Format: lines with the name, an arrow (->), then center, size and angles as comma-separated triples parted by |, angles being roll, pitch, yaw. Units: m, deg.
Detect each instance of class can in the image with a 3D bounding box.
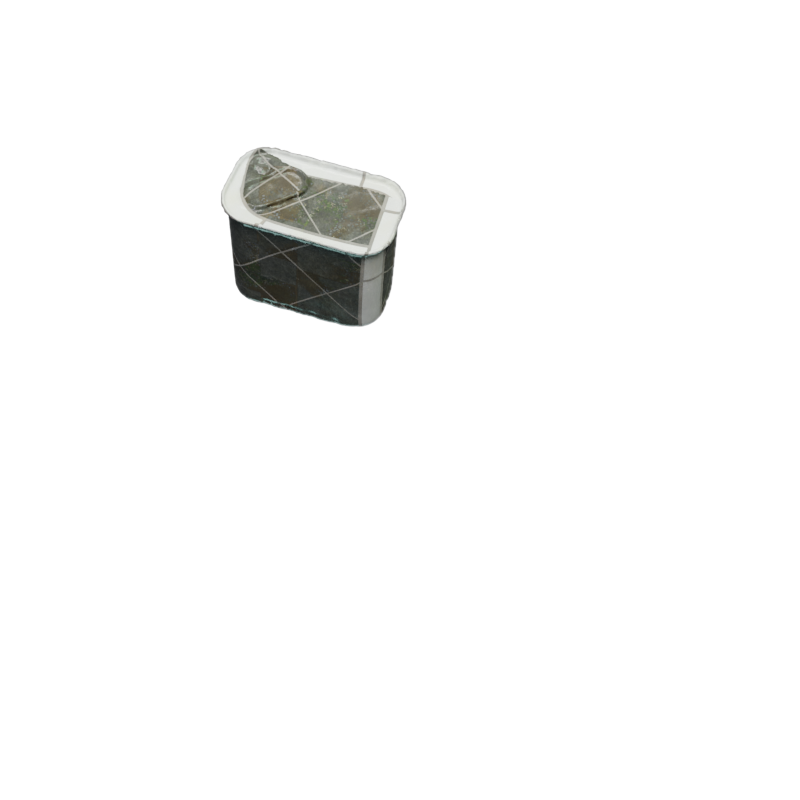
can -> -0.051, -0.094, 0.656 | 0.104, 0.060, 0.078 | 17, -31, 9
